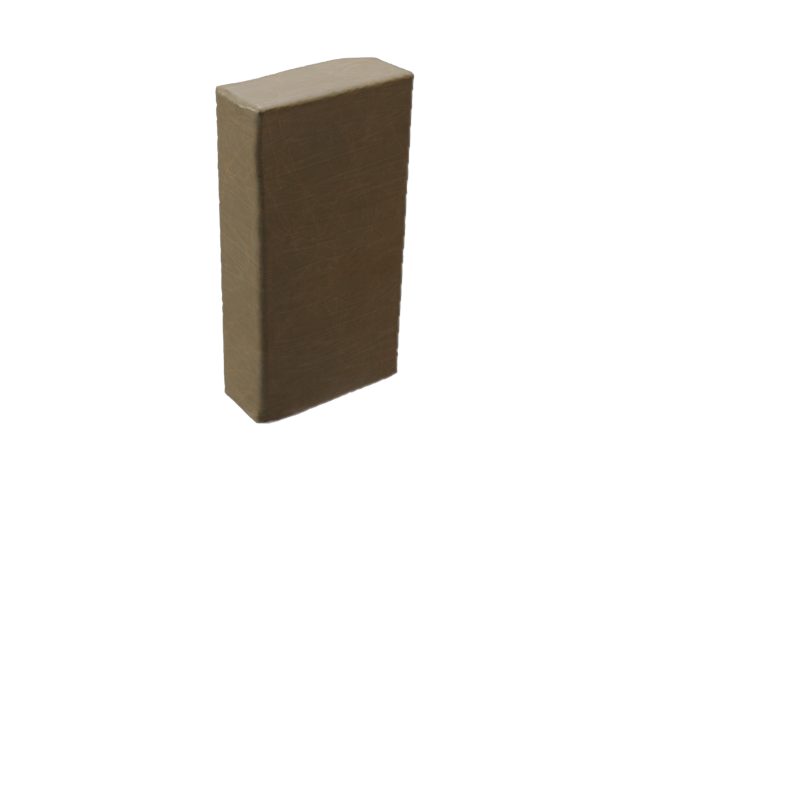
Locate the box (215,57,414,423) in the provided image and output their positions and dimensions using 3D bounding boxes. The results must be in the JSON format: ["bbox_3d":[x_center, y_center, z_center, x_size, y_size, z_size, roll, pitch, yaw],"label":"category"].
[{"bbox_3d":[-0.044,-0.081,0.565,0.092,0.166,0.051,-19,34,-34],"label":"box"}]
